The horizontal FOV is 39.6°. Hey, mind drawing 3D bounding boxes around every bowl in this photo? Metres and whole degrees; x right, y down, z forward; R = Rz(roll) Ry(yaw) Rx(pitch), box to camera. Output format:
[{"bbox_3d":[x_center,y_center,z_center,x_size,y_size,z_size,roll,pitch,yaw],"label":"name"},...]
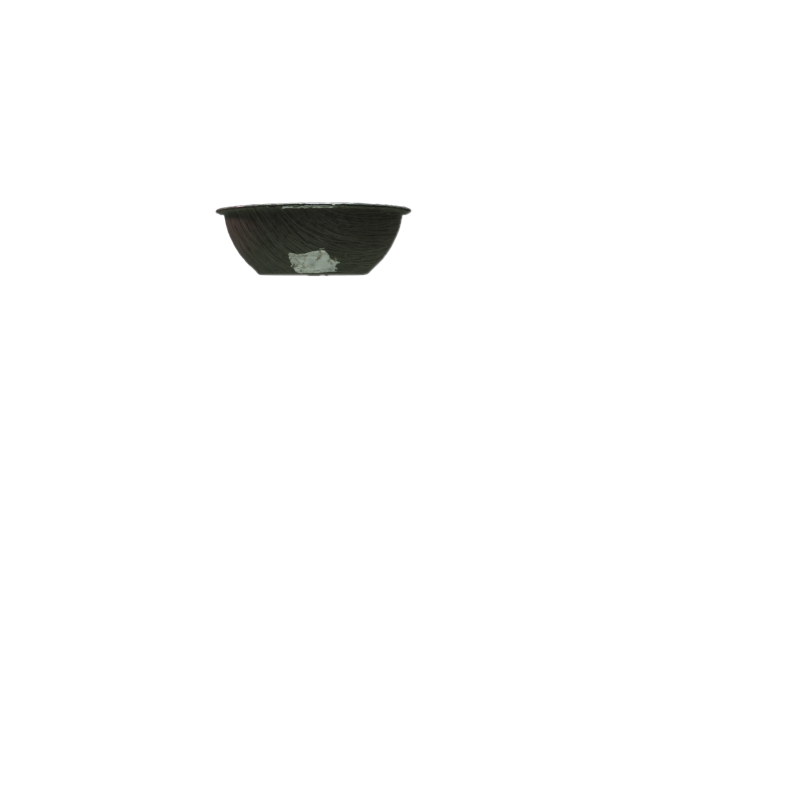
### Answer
[{"bbox_3d":[-0.072,-0.131,0.914,0.162,0.055,0.163,0,5,-2],"label":"bowl"}]
